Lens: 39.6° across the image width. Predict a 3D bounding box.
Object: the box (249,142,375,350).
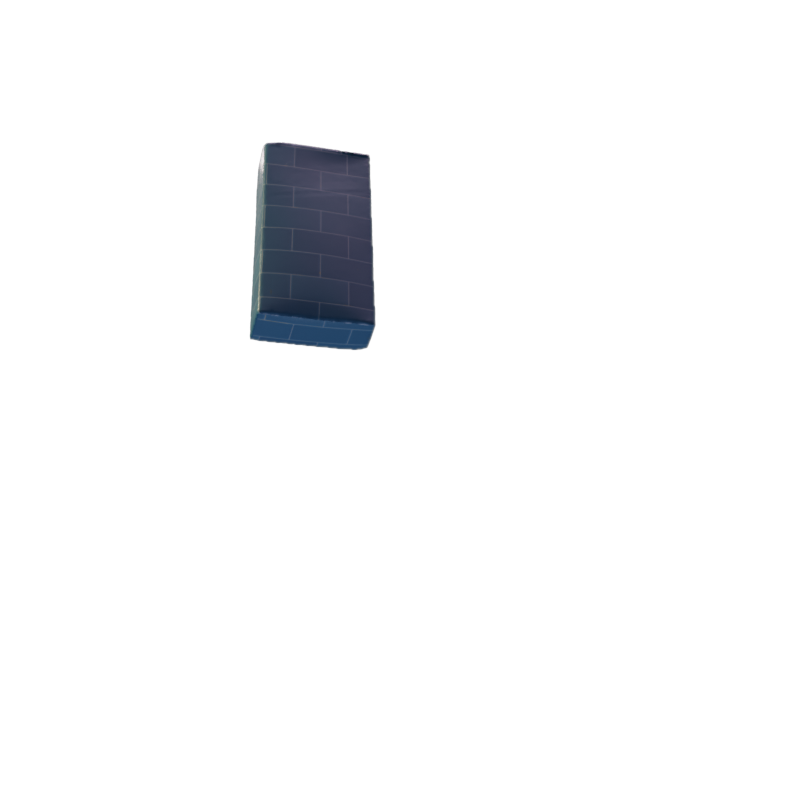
[{"bbox_3d":[-0.070,-0.127,0.888,0.092,0.188,0.046,5,-34,-11],"label":"box"}]
